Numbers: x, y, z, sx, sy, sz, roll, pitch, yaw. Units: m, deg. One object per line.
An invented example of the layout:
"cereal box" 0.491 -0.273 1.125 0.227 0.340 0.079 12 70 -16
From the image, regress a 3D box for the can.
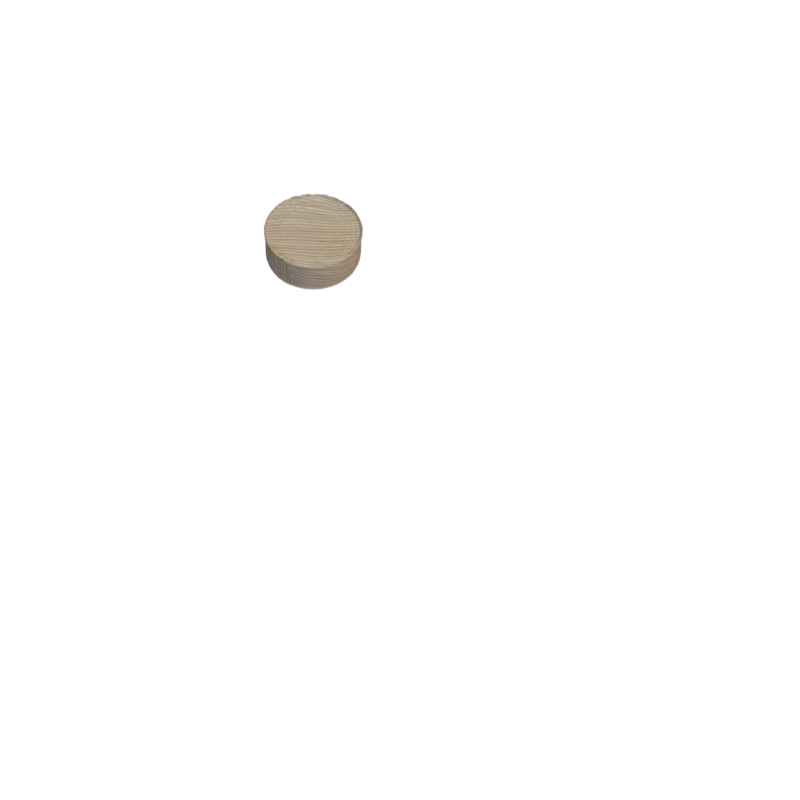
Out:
"can" -0.076 -0.138 0.969 0.086 0.092 0.031 -1 -38 -1
